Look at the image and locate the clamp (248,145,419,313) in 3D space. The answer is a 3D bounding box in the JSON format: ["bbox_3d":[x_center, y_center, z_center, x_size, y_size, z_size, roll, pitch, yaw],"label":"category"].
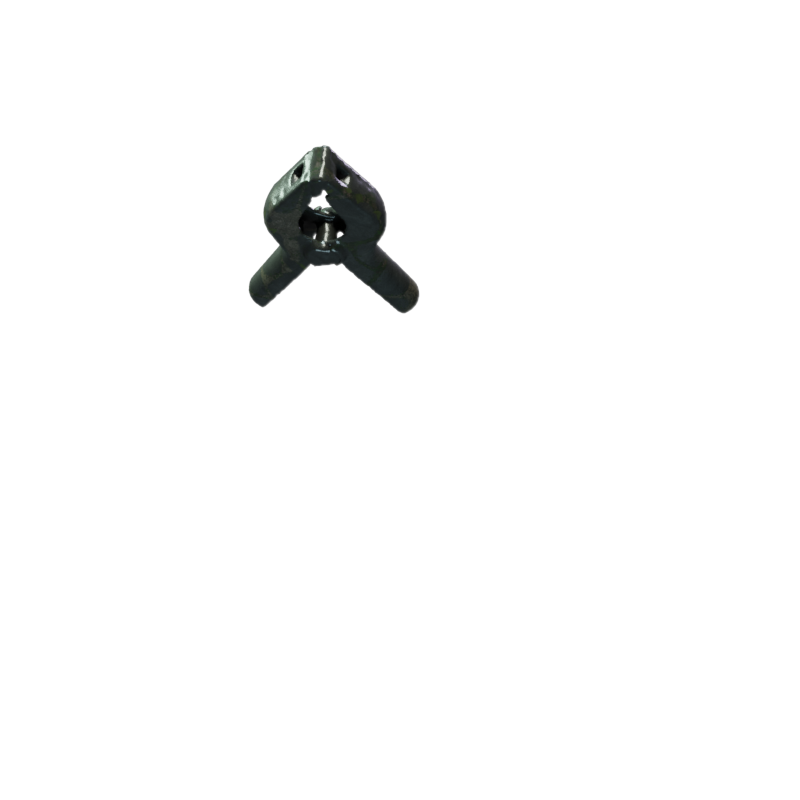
[{"bbox_3d":[-0.058,-0.105,0.737,0.121,0.042,0.159,-6,-32,9],"label":"clamp"}]
